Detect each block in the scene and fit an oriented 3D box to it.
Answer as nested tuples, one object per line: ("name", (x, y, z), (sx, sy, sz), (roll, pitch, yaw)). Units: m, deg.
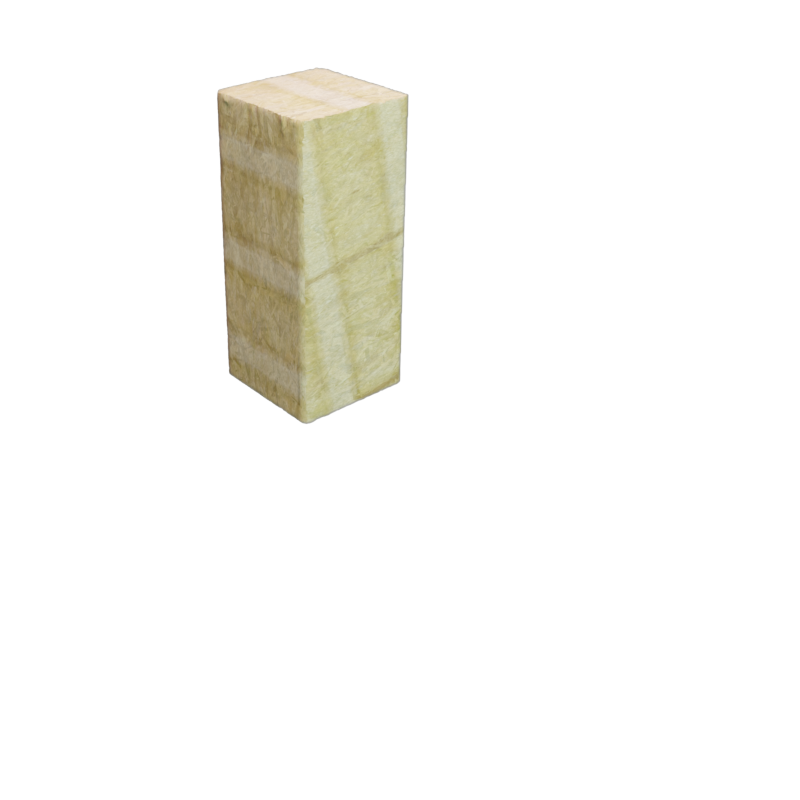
("block", (-0.058, -0.105, 0.734), (0.089, 0.195, 0.097), (-20, 34, -37))
